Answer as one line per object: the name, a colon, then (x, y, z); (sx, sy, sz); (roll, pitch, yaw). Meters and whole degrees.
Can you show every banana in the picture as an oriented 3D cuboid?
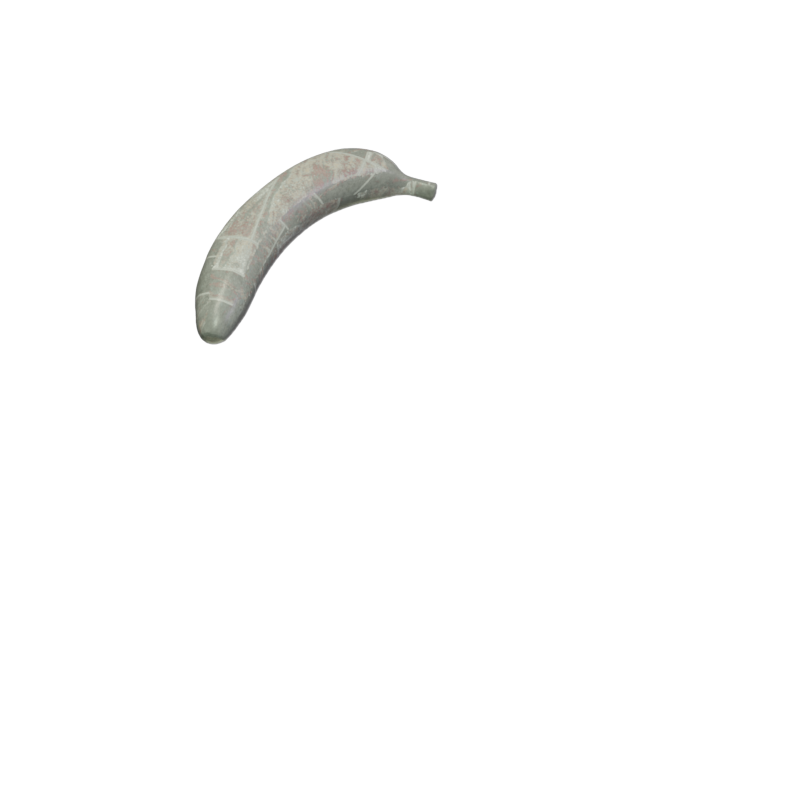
banana: (-0.063, -0.107, 0.675); (0.074, 0.034, 0.200); (33, 55, 27)
